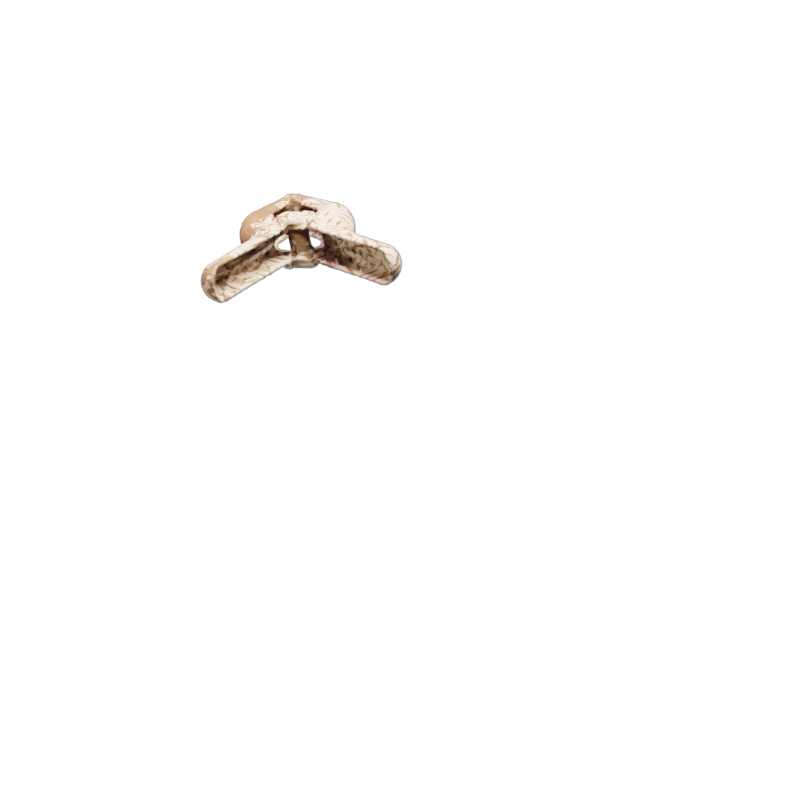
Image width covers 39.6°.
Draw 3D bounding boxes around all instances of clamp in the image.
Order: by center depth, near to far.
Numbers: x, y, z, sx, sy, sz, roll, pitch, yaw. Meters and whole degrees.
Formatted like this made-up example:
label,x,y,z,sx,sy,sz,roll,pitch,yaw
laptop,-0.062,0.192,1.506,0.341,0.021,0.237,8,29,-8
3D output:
label,x,y,z,sx,sy,sz,roll,pitch,yaw
clamp,-0.057,-0.104,0.729,0.121,0.037,0.179,2,26,3
